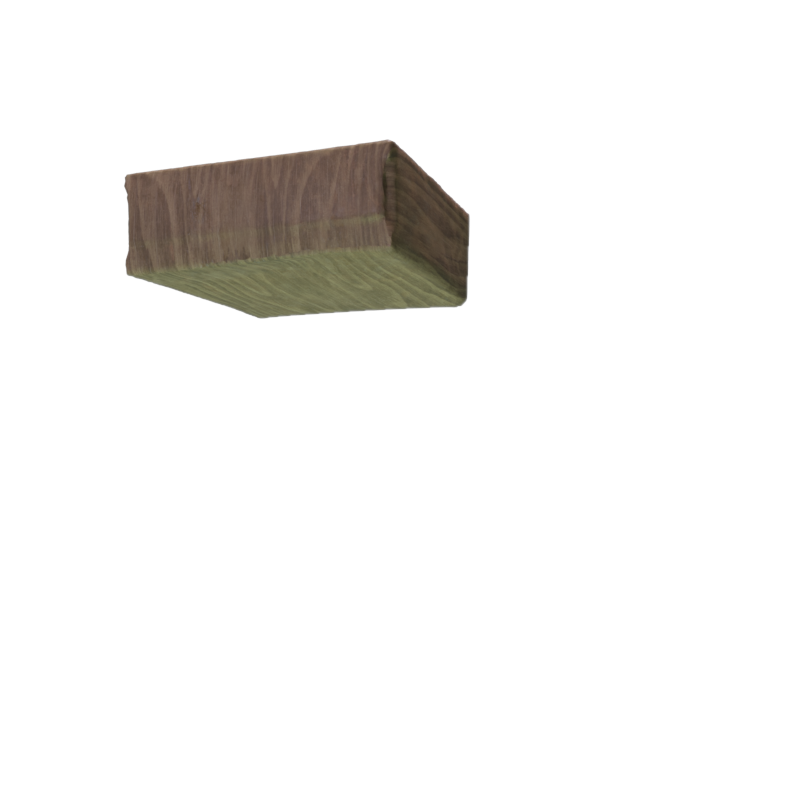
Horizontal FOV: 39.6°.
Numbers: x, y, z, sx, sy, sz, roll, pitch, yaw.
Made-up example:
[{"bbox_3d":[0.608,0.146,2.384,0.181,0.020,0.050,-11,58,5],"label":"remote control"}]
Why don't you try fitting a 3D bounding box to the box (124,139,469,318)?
[{"bbox_3d":[-0.030,-0.055,0.385,0.092,0.040,0.108,-2,-7,17],"label":"box"}]
